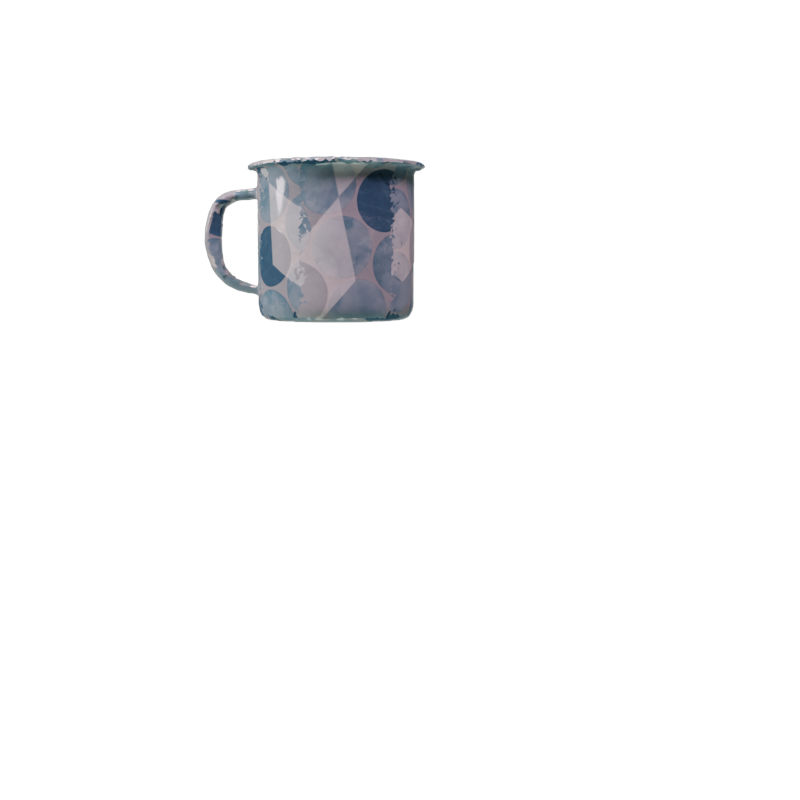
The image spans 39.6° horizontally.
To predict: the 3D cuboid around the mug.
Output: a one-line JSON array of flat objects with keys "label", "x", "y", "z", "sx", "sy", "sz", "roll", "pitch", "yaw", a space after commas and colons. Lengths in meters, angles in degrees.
[{"label": "mug", "x": -0.046, "y": -0.083, "z": 0.584, "sx": 0.118, "sy": 0.081, "sz": 0.093, "roll": 0, "pitch": 4, "yaw": 5}]
